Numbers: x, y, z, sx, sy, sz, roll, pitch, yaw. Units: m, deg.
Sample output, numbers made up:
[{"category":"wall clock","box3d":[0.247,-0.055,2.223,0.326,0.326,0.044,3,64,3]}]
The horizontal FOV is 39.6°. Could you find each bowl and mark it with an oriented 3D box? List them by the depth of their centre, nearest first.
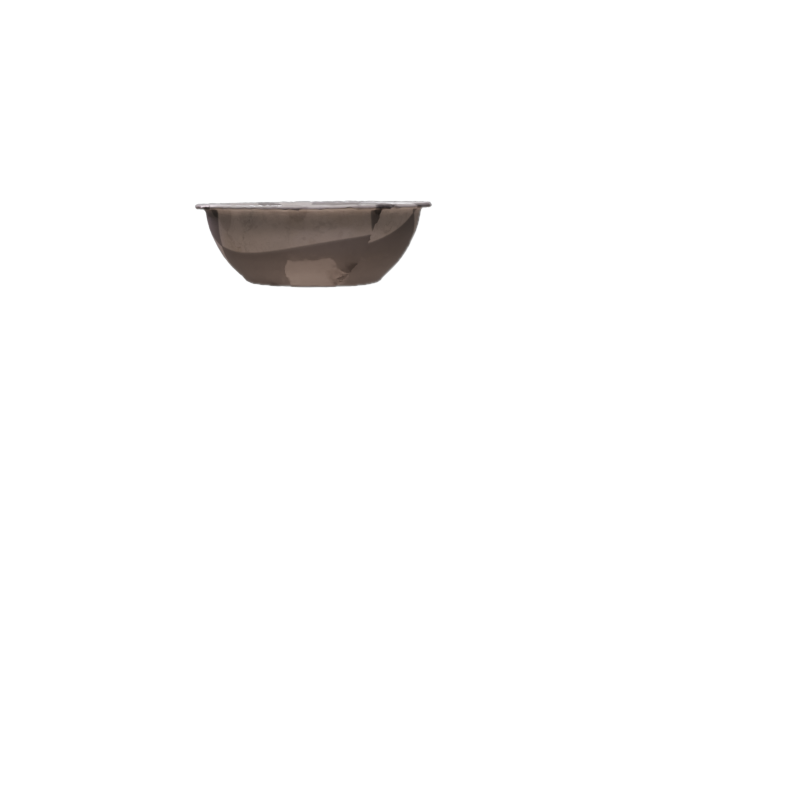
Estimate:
[{"category":"bowl","box3d":[-0.059,-0.108,0.759,0.162,0.054,0.165,0,10,-2]}]
